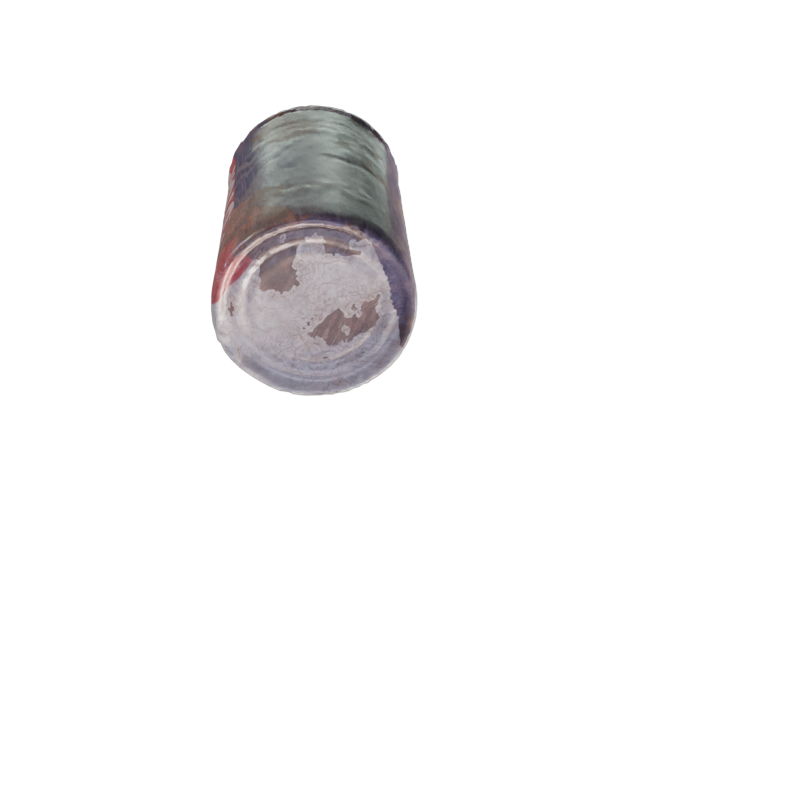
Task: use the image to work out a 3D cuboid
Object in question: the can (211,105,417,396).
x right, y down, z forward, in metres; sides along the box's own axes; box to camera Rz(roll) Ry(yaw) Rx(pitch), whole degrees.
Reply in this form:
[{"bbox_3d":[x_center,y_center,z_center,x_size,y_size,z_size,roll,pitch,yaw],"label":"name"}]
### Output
[{"bbox_3d":[-0.031,-0.056,0.395,0.068,0.065,0.109,-1,31,-3],"label":"can"}]
